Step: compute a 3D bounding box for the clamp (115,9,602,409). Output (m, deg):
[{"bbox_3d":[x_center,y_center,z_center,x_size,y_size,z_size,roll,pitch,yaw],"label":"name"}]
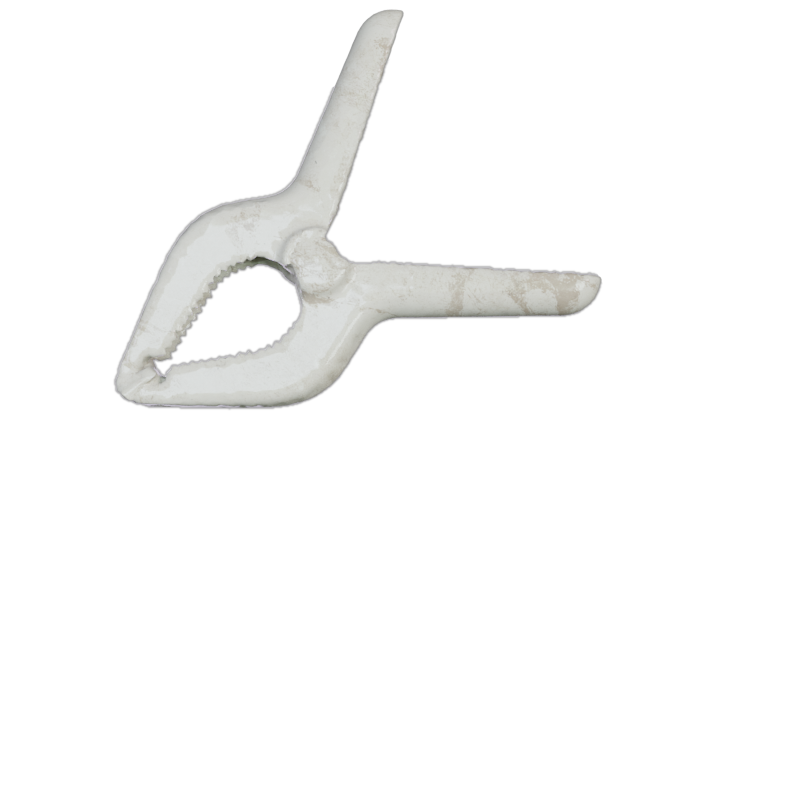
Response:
[{"bbox_3d":[-0.039,-0.071,0.496,0.210,0.170,0.035,-28,-11,-6],"label":"clamp"}]
